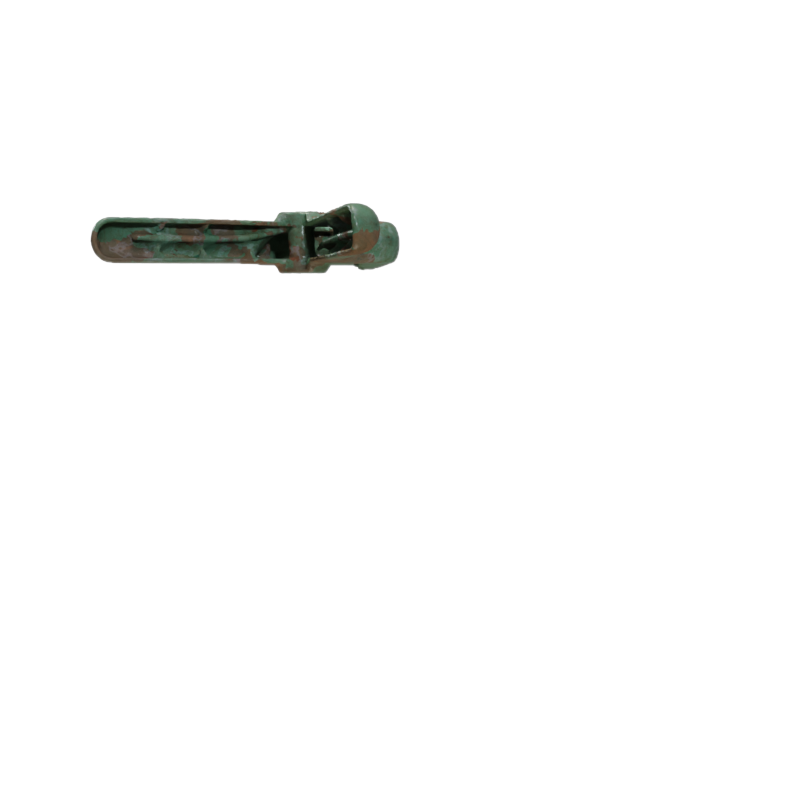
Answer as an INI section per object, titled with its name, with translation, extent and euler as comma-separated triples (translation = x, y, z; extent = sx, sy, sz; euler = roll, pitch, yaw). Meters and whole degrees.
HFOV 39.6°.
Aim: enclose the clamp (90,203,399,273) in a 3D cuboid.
[clamp]
translation = -0.050, -0.092, 0.644
extent = 0.170, 0.036, 0.203
euler = 3, 6, 29
